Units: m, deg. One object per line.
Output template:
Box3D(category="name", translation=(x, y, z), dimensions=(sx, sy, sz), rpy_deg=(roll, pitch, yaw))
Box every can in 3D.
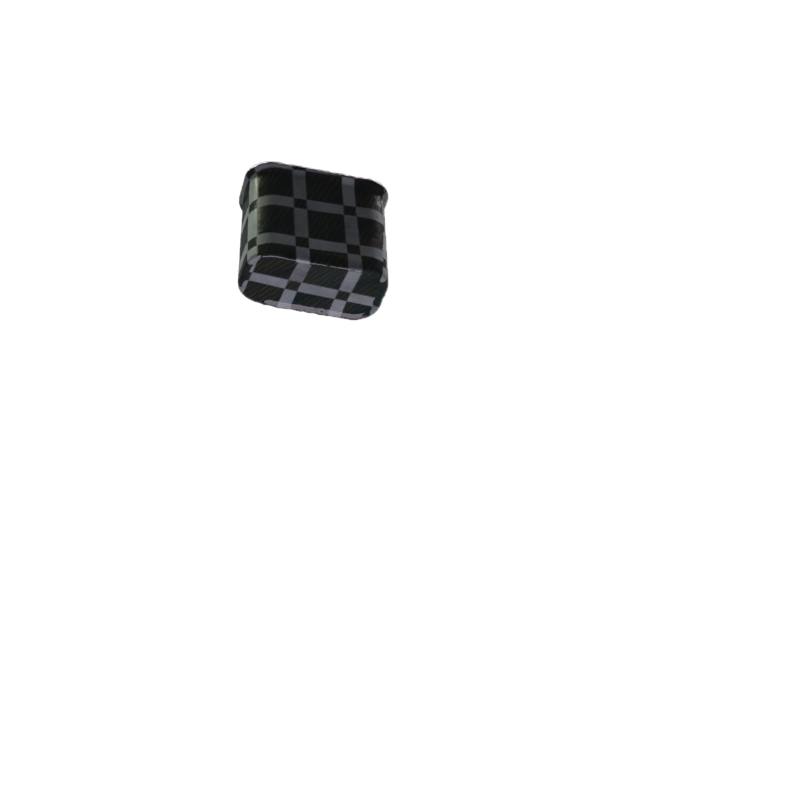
Box3D(category="can", translation=(-0.058, -0.106, 0.746), dimensions=(0.100, 0.090, 0.055), rpy_deg=(8, -40, -12))
